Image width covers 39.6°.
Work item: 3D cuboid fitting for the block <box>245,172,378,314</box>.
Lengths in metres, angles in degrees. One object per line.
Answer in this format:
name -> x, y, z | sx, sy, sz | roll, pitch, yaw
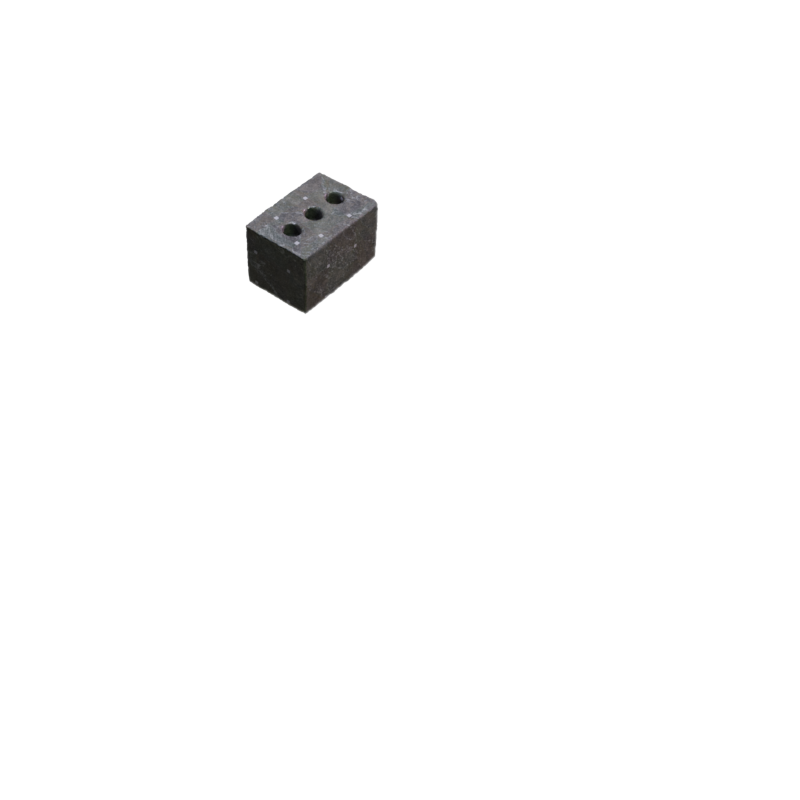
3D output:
block -> -0.058, -0.106, 0.744 | 0.056, 0.048, 0.079 | 29, 51, 24
